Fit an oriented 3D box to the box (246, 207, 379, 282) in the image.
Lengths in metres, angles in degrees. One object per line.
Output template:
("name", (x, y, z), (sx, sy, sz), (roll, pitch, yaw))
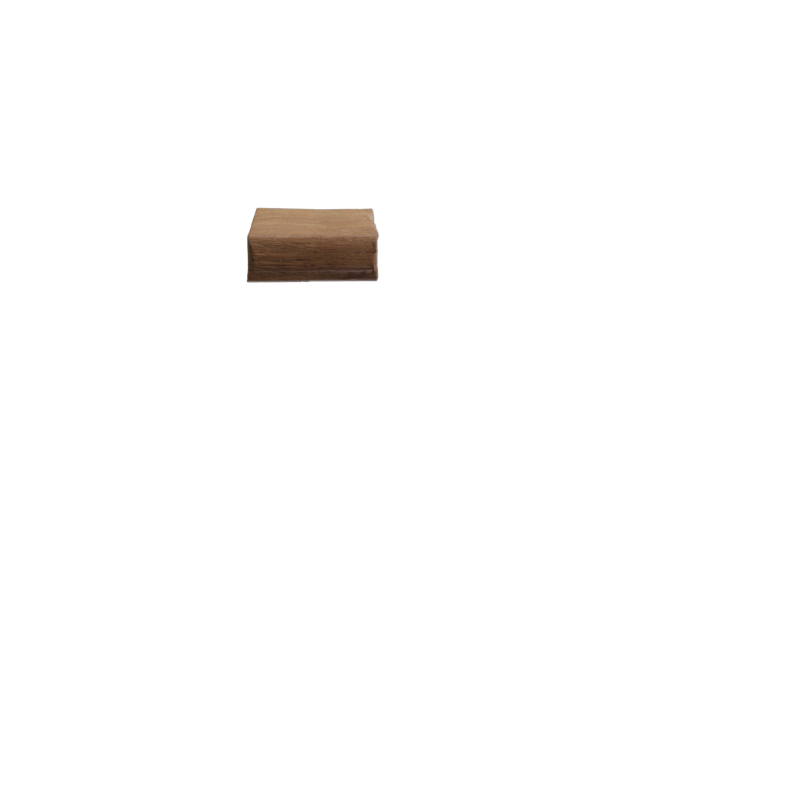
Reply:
("box", (-0.051, -0.092, 0.646), (0.073, 0.029, 0.092), (0, 18, -1))
